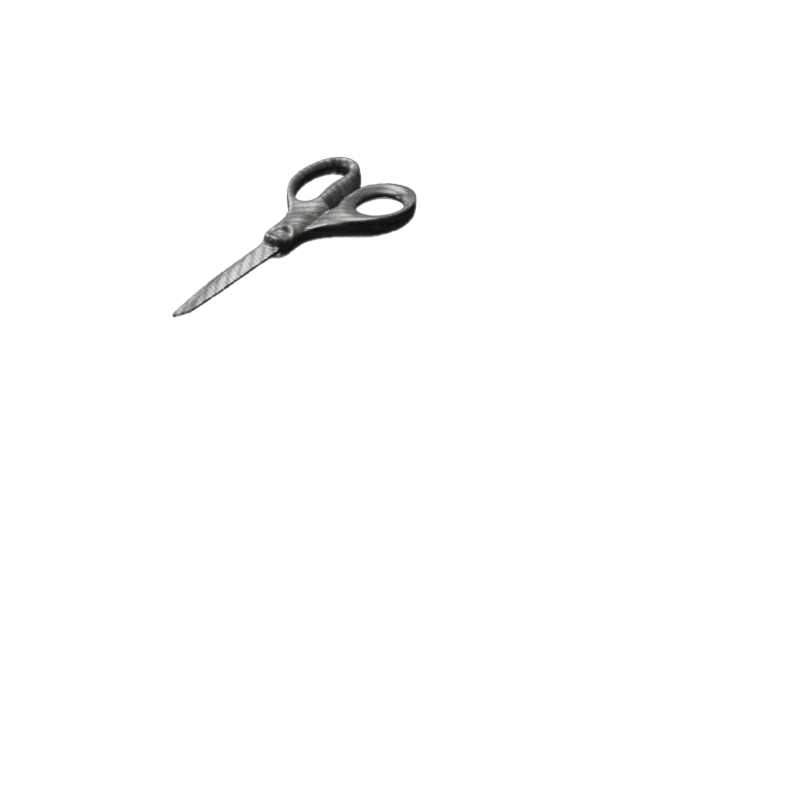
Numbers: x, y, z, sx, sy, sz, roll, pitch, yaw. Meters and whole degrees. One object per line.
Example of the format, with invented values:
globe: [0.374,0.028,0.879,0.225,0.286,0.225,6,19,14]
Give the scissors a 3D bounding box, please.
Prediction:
scissors: [-0.054,-0.098,0.689,0.099,0.015,0.210,11,39,13]
